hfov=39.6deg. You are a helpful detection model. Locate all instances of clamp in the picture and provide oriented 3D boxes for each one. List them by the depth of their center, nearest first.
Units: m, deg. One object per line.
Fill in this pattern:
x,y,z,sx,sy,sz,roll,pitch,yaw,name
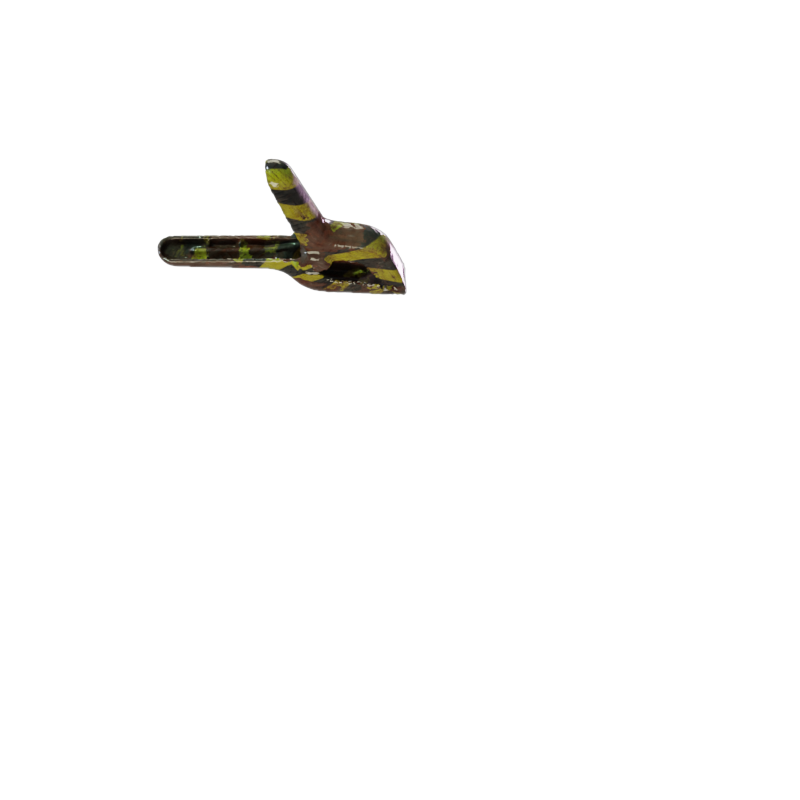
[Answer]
-0.071,-0.129,0.905,0.200,0.038,0.163,13,-26,-30,clamp
